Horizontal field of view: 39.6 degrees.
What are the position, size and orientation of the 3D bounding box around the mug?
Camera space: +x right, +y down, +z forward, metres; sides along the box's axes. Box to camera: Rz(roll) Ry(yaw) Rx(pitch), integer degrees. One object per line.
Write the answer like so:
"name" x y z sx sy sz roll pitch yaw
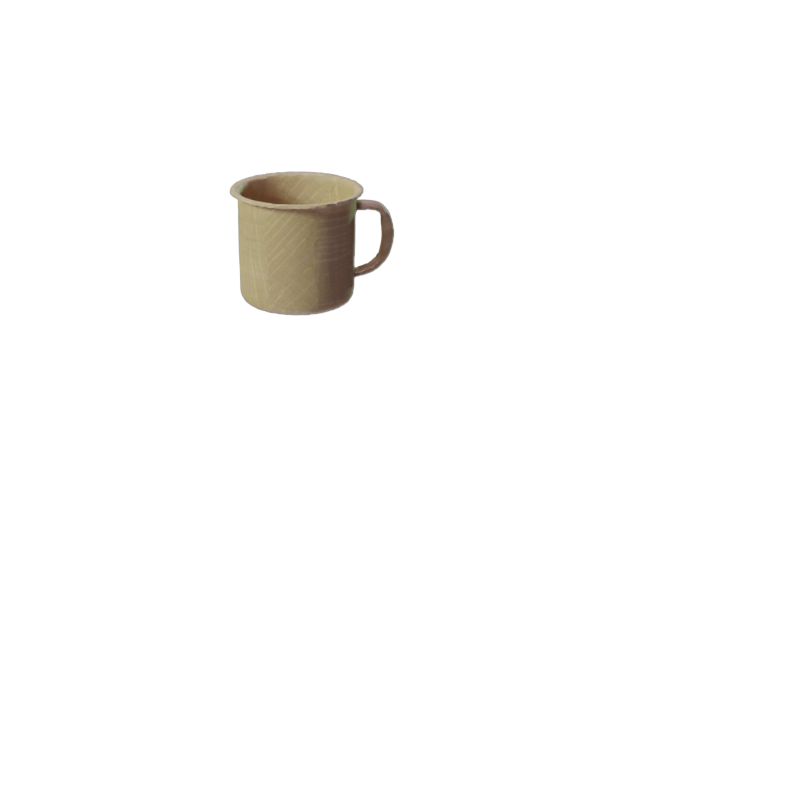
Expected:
"mug" -0.061 -0.112 0.784 0.115 0.078 0.099 -7 24 -16
